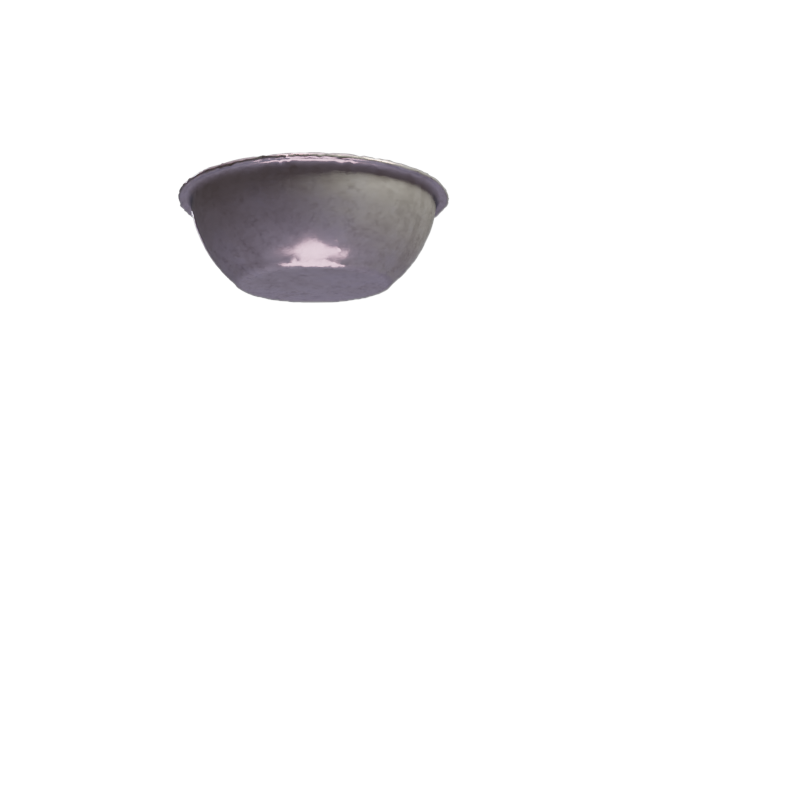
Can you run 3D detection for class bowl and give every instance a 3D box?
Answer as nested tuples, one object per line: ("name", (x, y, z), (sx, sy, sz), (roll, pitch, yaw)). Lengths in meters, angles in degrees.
("bowl", (-0.052, -0.094, 0.660), (0.162, 0.057, 0.158), (0, -9, -2))
